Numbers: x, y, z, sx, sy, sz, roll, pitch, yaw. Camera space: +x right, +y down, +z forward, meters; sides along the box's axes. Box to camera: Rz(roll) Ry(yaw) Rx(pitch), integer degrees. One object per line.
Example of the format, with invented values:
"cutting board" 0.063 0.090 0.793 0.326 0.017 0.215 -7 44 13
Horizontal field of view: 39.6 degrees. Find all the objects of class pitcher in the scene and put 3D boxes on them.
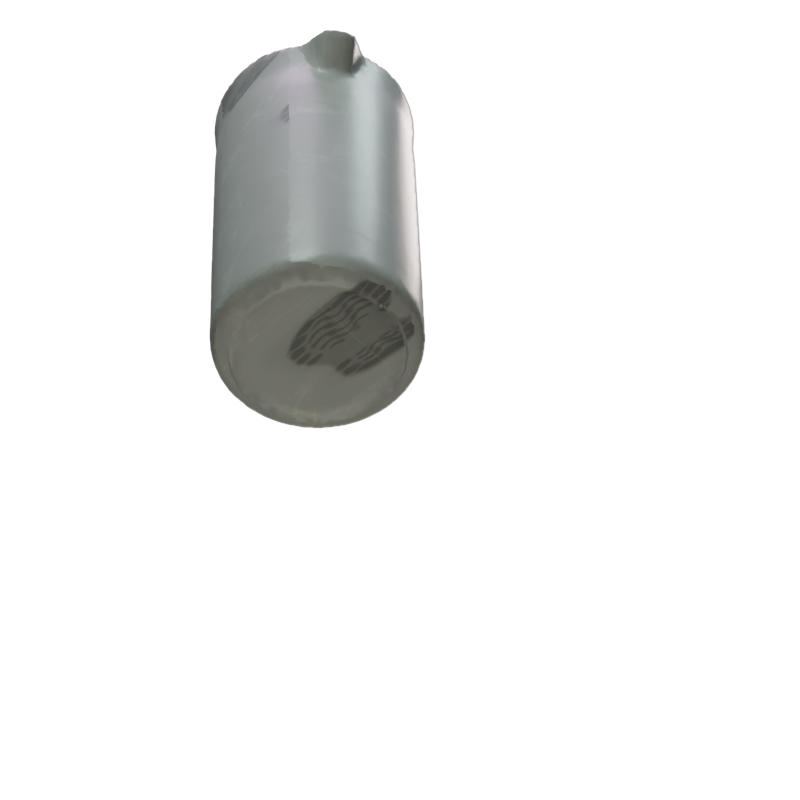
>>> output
"pitcher" -0.051 -0.093 0.652 0.145 0.139 0.260 -27 35 17
